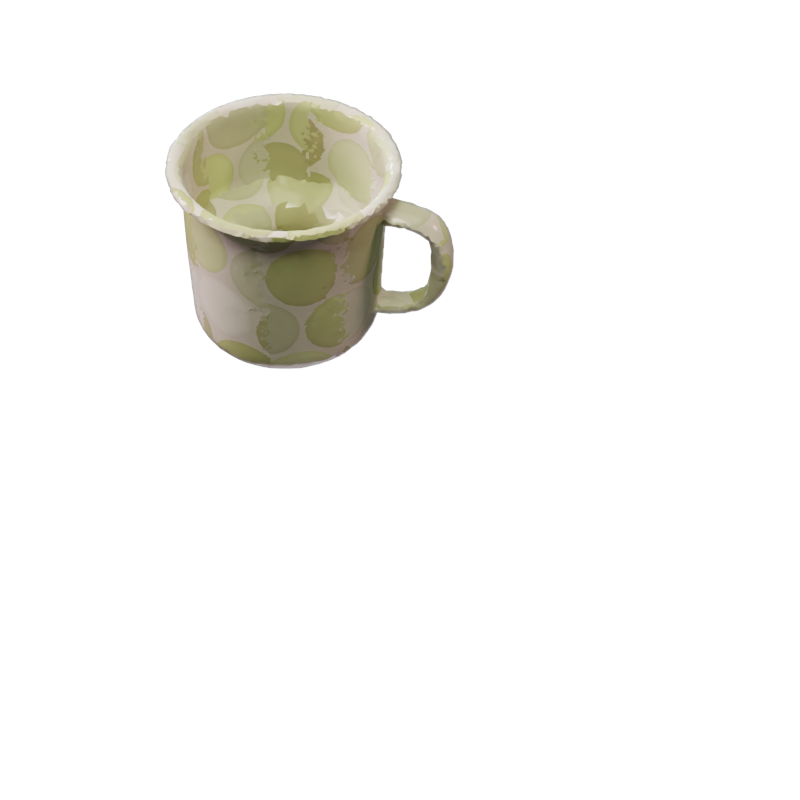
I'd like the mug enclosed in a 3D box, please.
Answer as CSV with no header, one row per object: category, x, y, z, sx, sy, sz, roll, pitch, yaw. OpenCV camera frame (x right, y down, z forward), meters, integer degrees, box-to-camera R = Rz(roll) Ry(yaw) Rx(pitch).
mug,-0.036,-0.066,0.459,0.119,0.076,0.098,11,47,9
